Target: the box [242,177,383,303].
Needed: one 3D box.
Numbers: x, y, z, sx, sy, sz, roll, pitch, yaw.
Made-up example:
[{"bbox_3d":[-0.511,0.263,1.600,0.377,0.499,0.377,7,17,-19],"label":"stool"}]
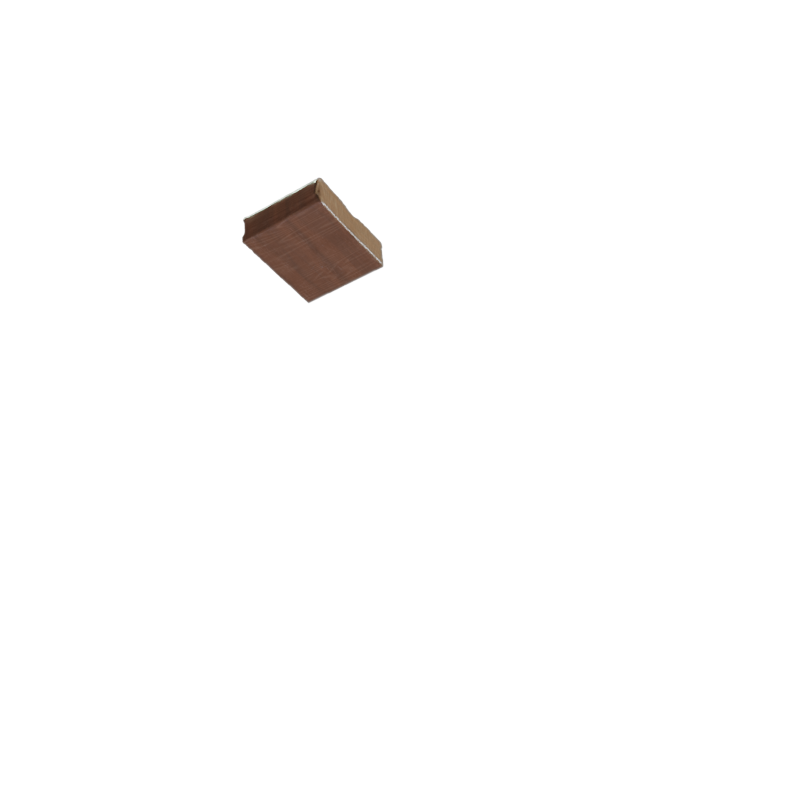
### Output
[{"bbox_3d":[-0.067,-0.122,0.856,0.073,0.032,0.083,-25,-48,25],"label":"box"}]
